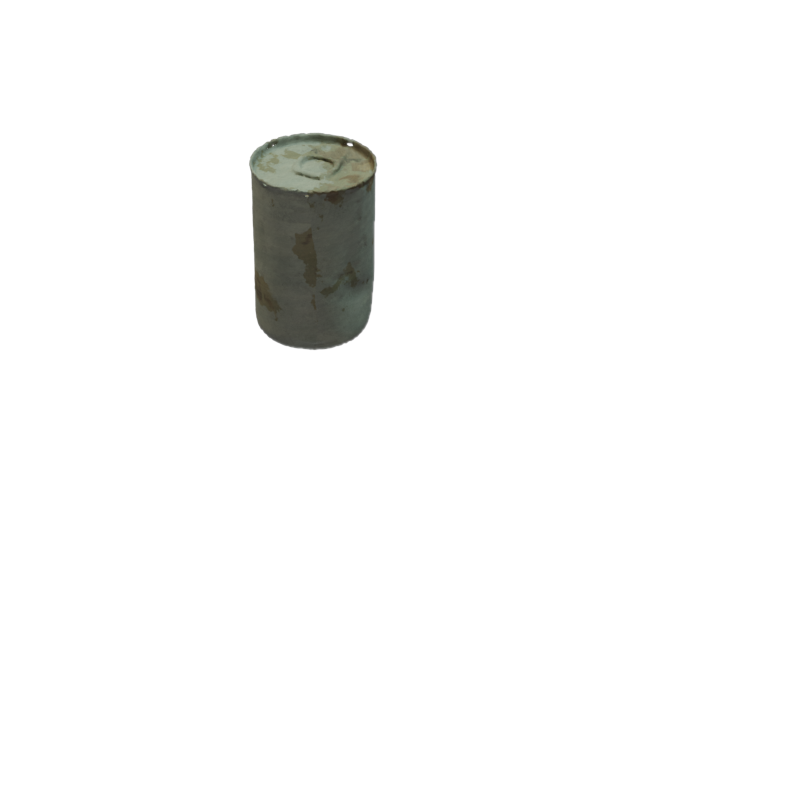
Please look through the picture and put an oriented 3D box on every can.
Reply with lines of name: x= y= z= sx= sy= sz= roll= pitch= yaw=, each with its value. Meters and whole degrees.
can: x=-0.048 y=-0.088 z=0.614 sx=0.068 sy=0.096 sz=0.073 roll=0 pitch=35 yaw=-3
